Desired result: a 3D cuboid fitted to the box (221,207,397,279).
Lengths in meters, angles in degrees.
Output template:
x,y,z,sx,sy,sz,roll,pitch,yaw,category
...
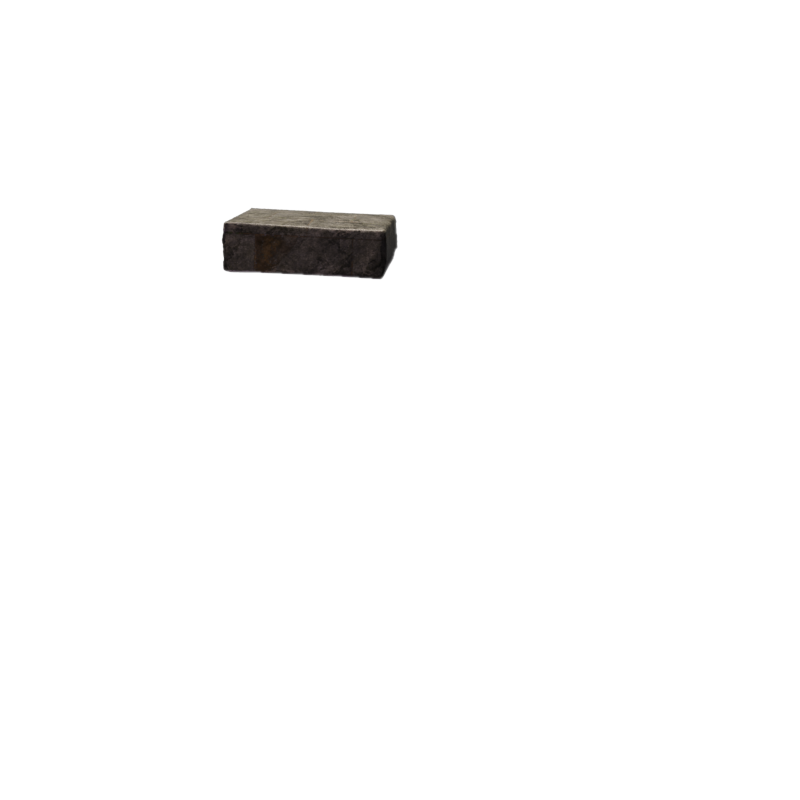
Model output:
x,y,z,sx,sy,sz,roll,pitch,yaw,category
-0.061,-0.112,0.784,0.115,0.038,0.091,2,14,7,box
